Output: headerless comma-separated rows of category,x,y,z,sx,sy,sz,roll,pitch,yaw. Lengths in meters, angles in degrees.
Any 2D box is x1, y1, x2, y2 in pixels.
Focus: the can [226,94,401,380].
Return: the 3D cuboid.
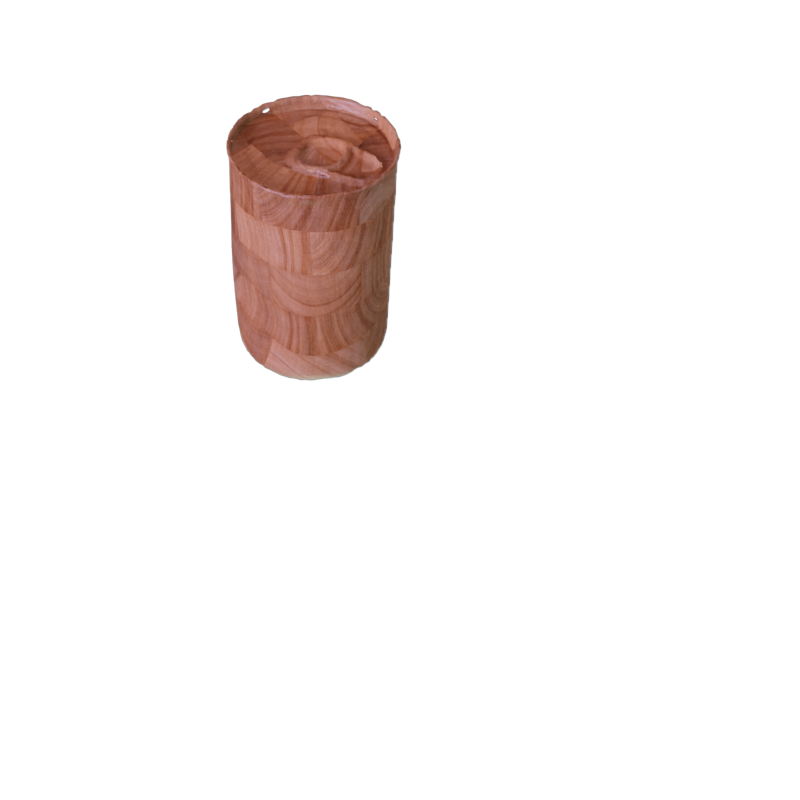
can,-0.036,-0.066,0.462,0.068,0.095,0.074,0,44,-3
